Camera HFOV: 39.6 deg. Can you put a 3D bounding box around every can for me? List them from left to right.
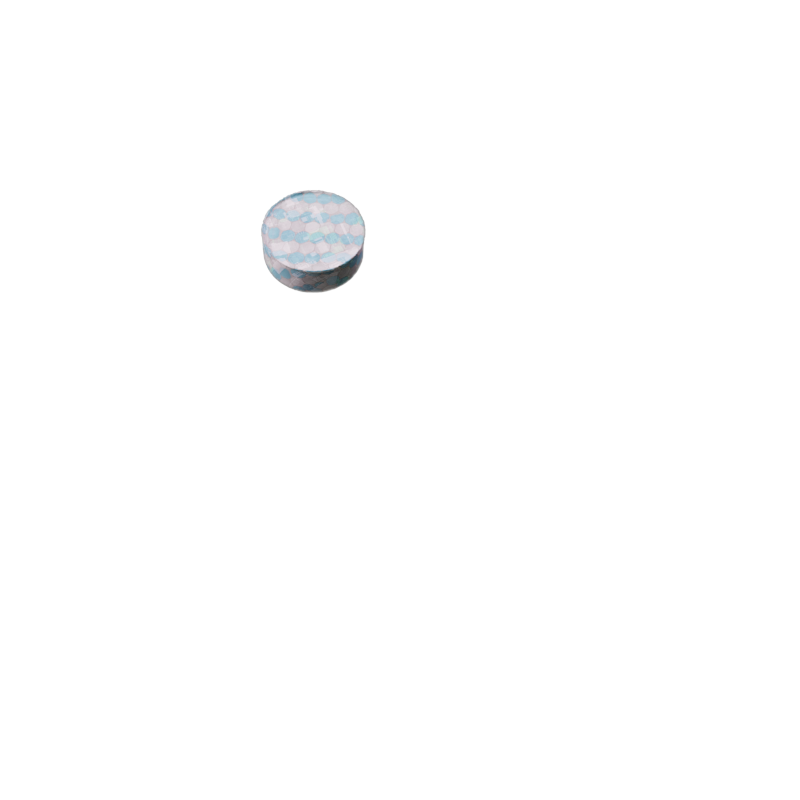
[{"bbox_3d":[-0.072,-0.132,0.923,0.086,0.092,0.031,-1,-35,-1],"label":"can"}]
